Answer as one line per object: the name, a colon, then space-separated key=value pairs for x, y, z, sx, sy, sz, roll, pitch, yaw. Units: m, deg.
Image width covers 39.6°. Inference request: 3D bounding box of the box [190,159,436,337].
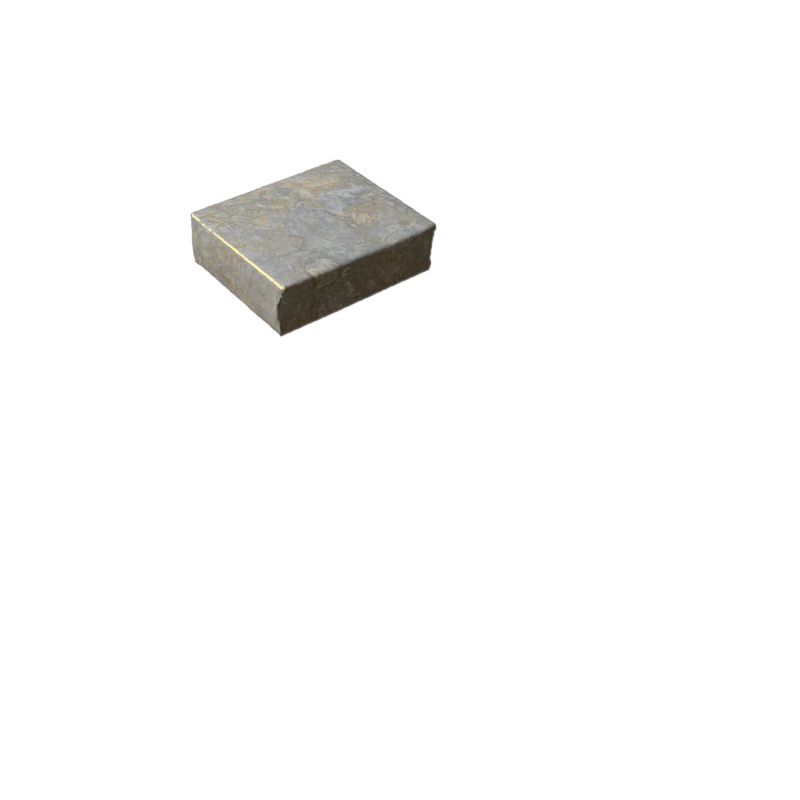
box: x=-0.050 y=-0.091 z=0.639 sx=0.113 sy=0.036 sz=0.096 roll=-28 pitch=48 yaw=-30
